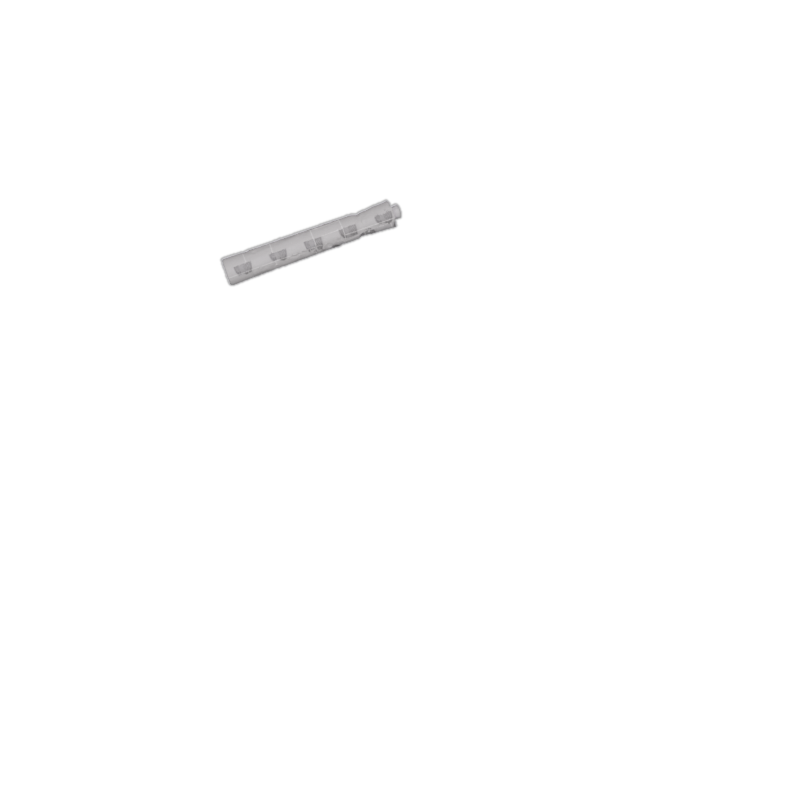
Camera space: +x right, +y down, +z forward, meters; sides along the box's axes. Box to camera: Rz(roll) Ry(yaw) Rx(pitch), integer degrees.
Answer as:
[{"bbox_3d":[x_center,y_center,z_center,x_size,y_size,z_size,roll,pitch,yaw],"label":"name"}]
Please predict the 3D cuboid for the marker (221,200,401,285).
[{"bbox_3d":[-0.057,-0.103,0.723,0.121,0.020,0.020,-20,6,-4],"label":"marker"}]
